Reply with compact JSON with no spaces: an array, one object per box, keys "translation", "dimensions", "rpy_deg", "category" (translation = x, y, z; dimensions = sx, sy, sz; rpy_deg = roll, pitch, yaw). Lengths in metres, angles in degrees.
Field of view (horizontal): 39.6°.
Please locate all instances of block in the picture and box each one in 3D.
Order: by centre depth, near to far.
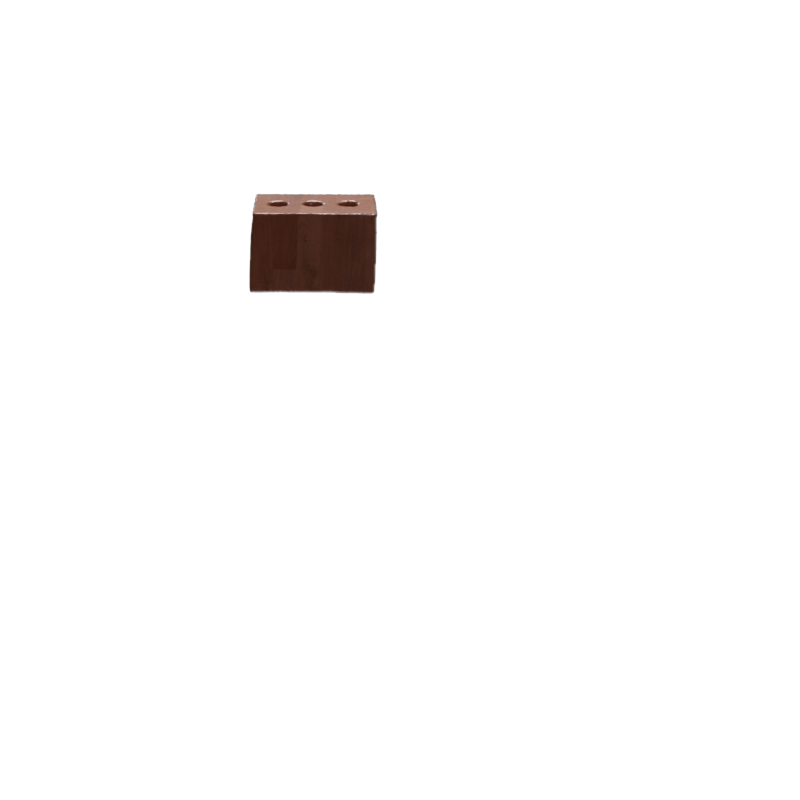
[{"translation":[-0.054,-0.099,0.695],"dimensions":[0.078,0.049,0.055],"rpy_deg":[0,21,-1],"category":"block"}]
